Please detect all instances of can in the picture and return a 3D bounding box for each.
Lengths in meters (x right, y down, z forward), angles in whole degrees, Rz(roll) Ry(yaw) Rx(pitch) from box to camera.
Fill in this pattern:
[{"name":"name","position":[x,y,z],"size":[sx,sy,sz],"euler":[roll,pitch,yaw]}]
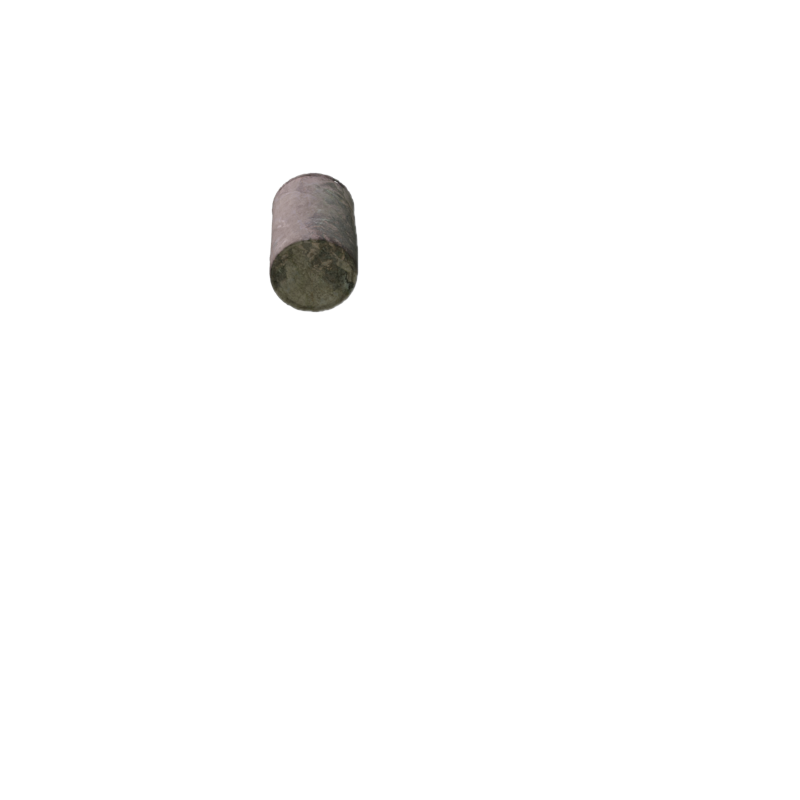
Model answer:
[{"name":"can","position":[-0.068,-0.124,0.865],"size":[0.068,0.064,0.109],"euler":[-1,36,-3]}]
